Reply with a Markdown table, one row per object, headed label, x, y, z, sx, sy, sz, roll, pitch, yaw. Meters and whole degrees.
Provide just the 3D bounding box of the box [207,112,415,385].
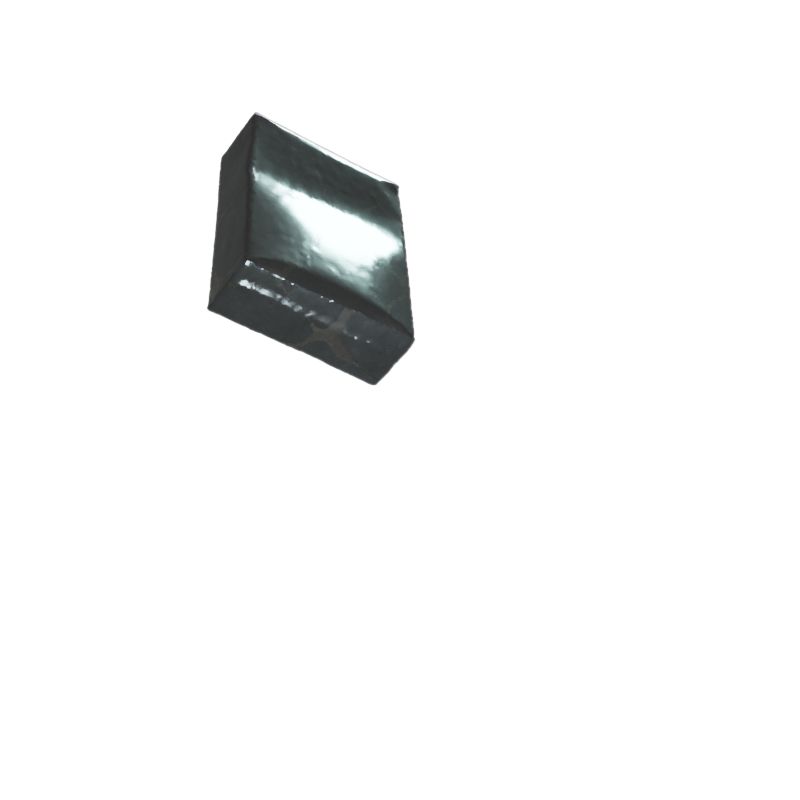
| label | x | y | z | sx | sy | sz | roll | pitch | yaw |
| --- | --- | --- | --- | --- | --- | --- | --- | --- | --- |
| box | -0.075 | -0.137 | 0.958 | 0.157 | 0.230 | 0.070 | 23 | -52 | -23 |
